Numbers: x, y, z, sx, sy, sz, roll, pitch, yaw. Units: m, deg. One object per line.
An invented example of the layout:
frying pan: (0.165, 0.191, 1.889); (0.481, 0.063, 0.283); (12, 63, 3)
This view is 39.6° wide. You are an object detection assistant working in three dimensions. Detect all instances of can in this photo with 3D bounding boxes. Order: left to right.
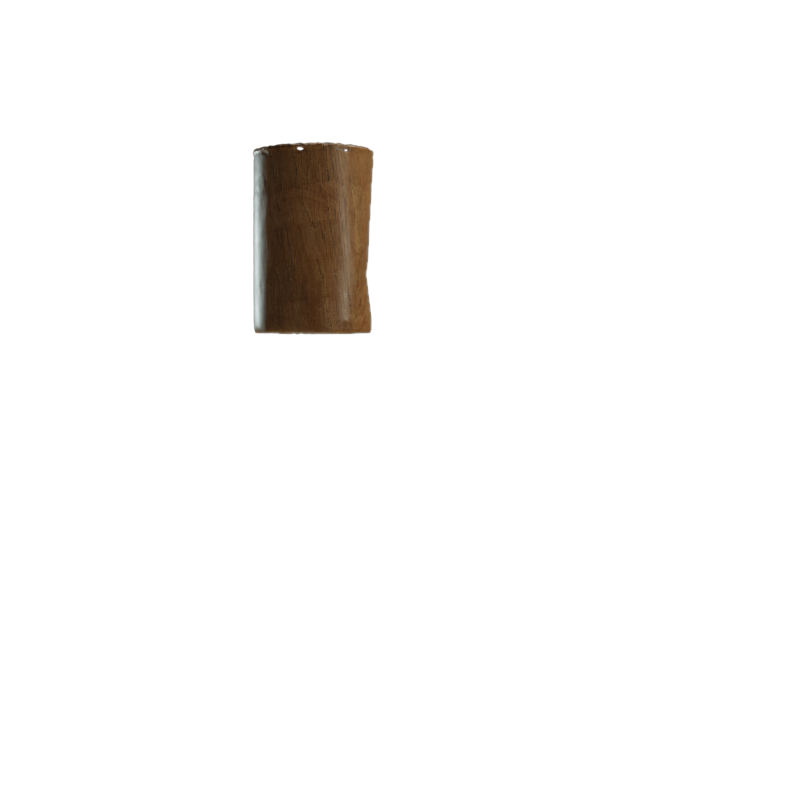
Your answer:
can: (-0.049, -0.088, 0.620); (0.068, 0.103, 0.068); (0, -1, -2)
